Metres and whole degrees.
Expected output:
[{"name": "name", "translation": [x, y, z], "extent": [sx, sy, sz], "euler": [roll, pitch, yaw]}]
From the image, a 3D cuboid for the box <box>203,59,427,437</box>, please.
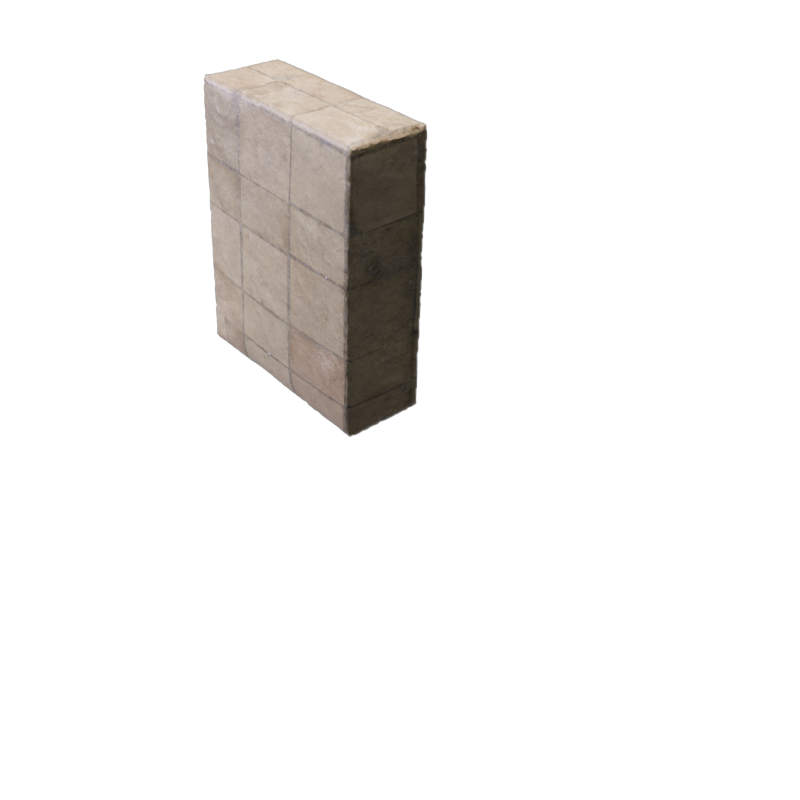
[{"name": "box", "translation": [-0.060, -0.109, 0.764], "extent": [0.071, 0.201, 0.176], "euler": [-20, 38, -34]}]
